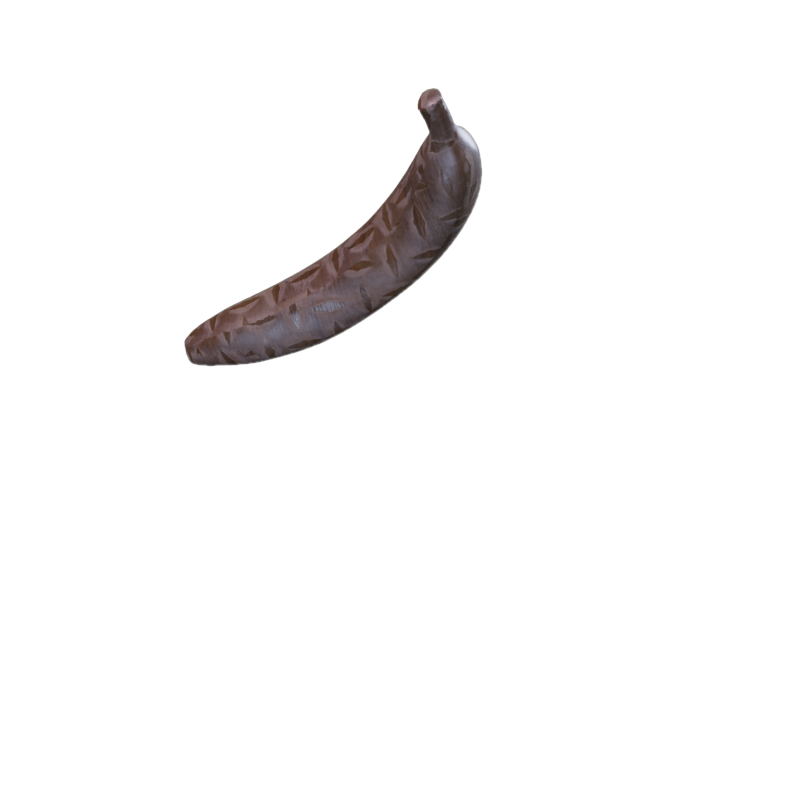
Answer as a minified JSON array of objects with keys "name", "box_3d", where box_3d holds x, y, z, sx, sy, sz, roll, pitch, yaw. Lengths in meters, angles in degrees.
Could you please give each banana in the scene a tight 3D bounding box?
[{"name":"banana","box_3d":[-0.024,-0.069,0.523,0.066,0.039,0.194,30,-53,-27]}]
